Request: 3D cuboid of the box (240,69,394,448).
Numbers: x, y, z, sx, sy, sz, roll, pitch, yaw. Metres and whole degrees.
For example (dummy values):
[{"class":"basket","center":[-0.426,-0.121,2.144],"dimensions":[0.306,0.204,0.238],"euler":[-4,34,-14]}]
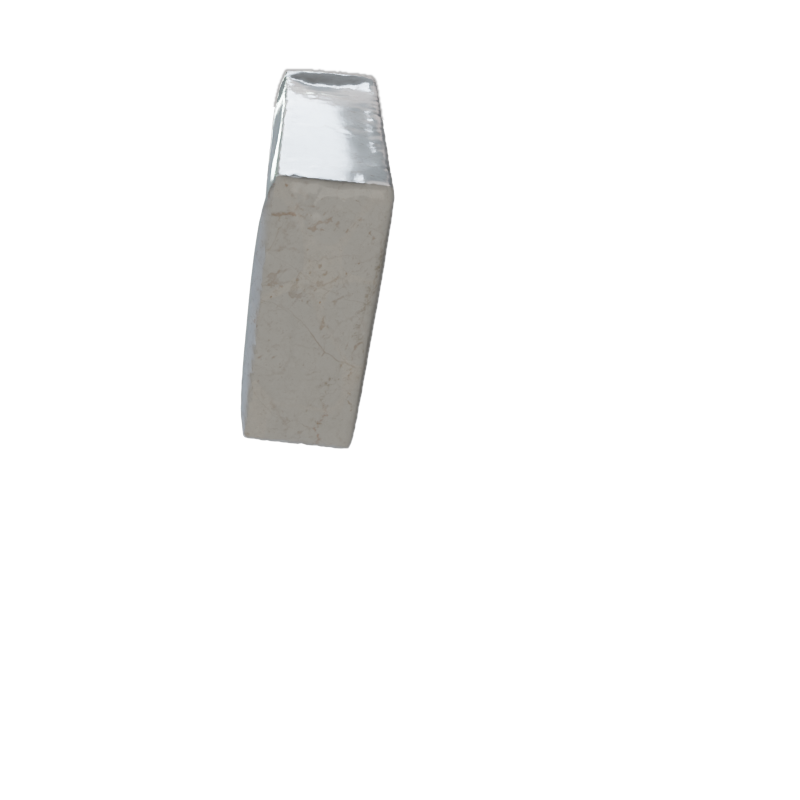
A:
[{"class":"box","center":[-0.054,-0.099,0.694],"dimensions":[0.071,0.156,0.227],"euler":[6,28,-8]}]
